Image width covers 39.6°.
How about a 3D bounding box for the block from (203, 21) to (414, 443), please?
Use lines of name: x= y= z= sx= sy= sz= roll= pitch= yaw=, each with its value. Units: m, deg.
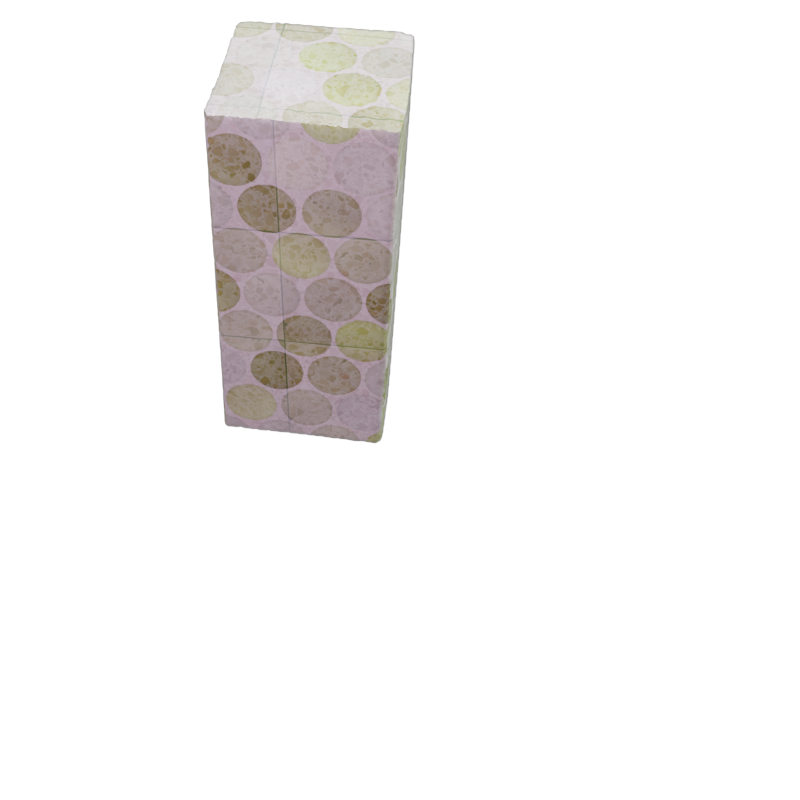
block: x=-0.045 y=-0.083 z=0.581 sx=0.091 sy=0.192 sz=0.096 roll=6 pitch=43 yaw=3
